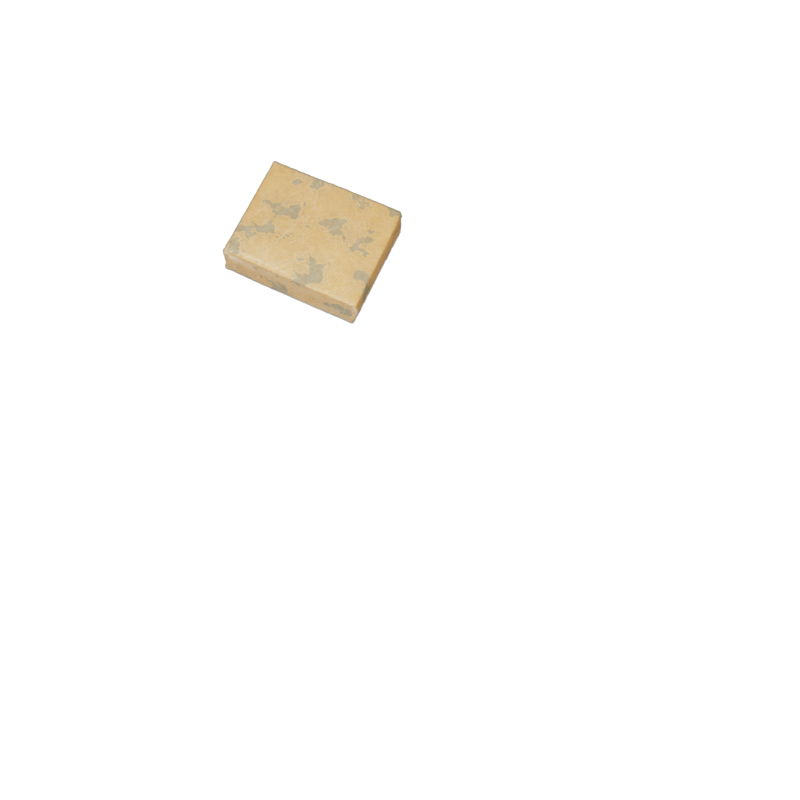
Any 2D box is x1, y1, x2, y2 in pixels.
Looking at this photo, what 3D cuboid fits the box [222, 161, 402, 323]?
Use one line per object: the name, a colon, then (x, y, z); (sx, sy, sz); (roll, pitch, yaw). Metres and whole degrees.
box: (-0.067, -0.122, 0.855); (0.116, 0.093, 0.037); (22, -26, 11)
